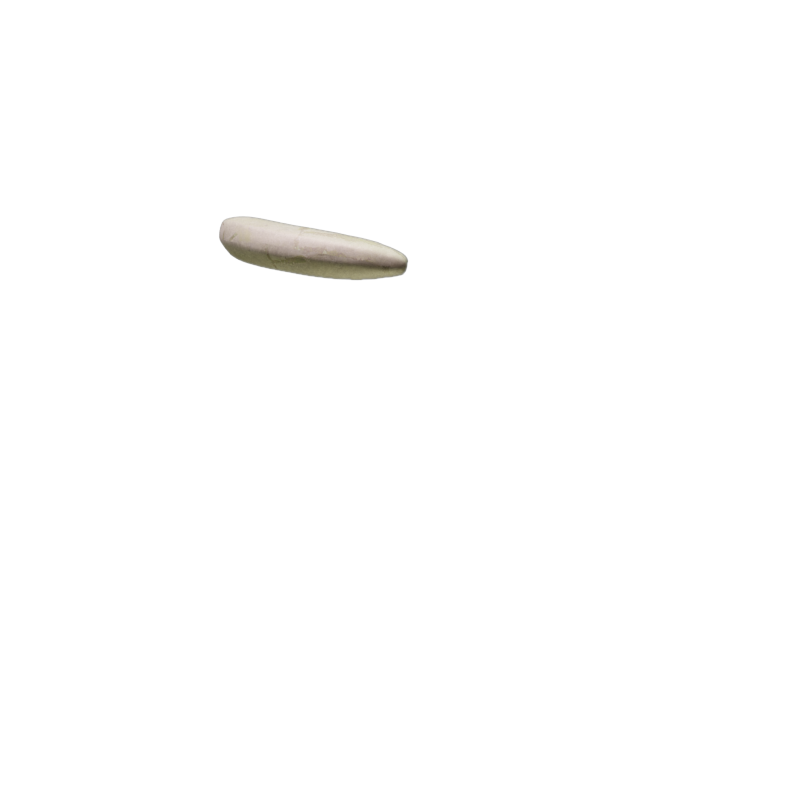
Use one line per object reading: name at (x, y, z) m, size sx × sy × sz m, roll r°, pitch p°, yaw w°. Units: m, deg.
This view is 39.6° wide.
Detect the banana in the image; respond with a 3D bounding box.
banana at (-0.085, -0.124, 0.884) m, size 0.068 × 0.035 × 0.209 m, roll -16°, pitch 25°, yaw -41°
